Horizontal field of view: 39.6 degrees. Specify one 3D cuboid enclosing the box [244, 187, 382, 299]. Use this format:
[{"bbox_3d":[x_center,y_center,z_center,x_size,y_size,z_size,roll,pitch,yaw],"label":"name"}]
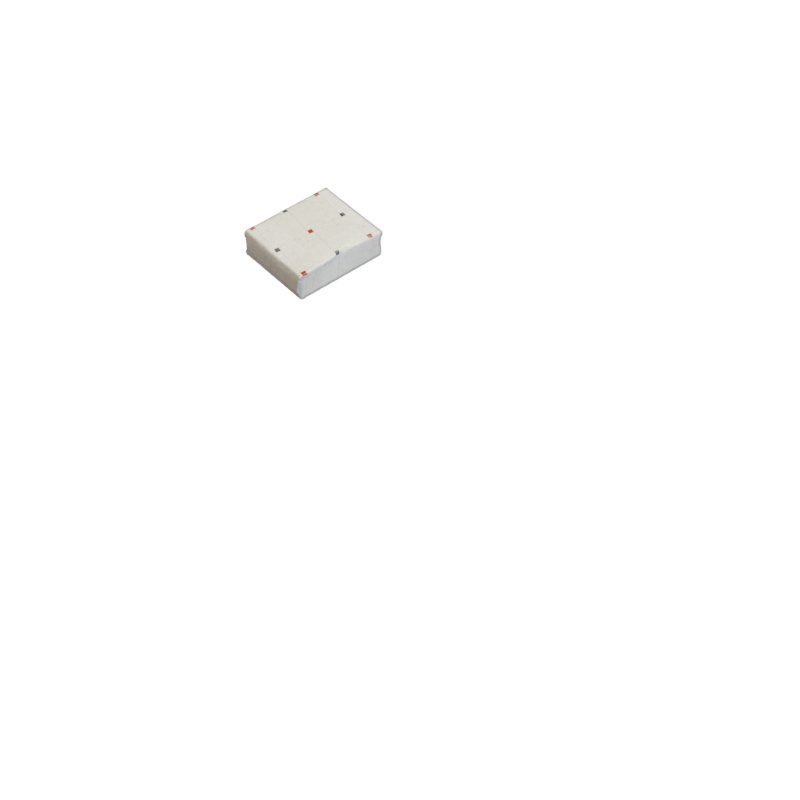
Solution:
[{"bbox_3d":[-0.071,-0.129,0.907,0.089,0.028,0.078,-32,54,-27],"label":"box"}]
